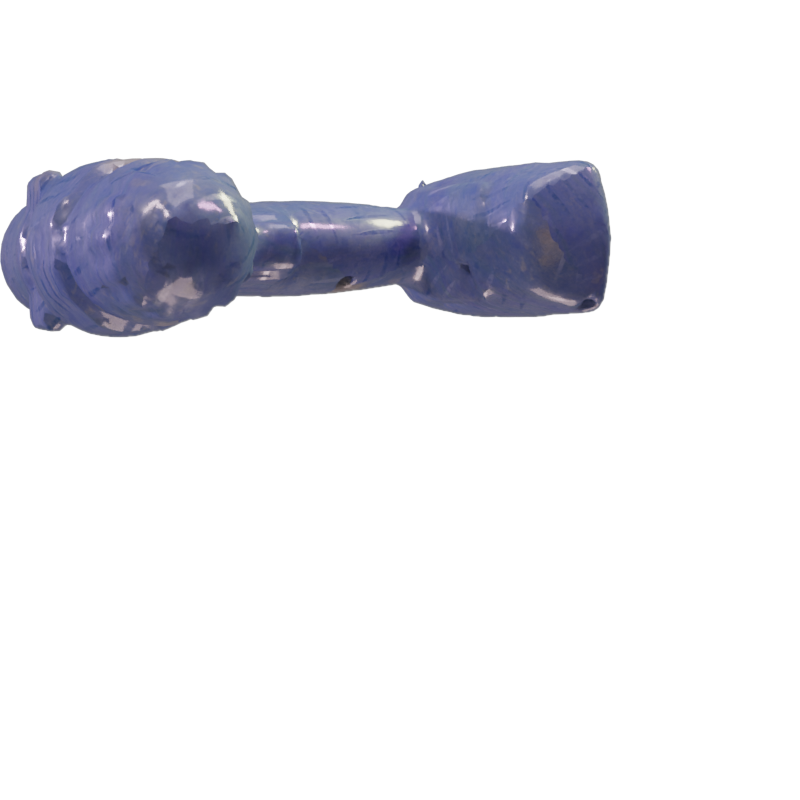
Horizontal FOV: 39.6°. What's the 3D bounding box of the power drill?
[{"bbox_3d":[-0.028,-0.052,0.364,0.182,0.057,0.191,-3,8,-26],"label":"power drill"}]
